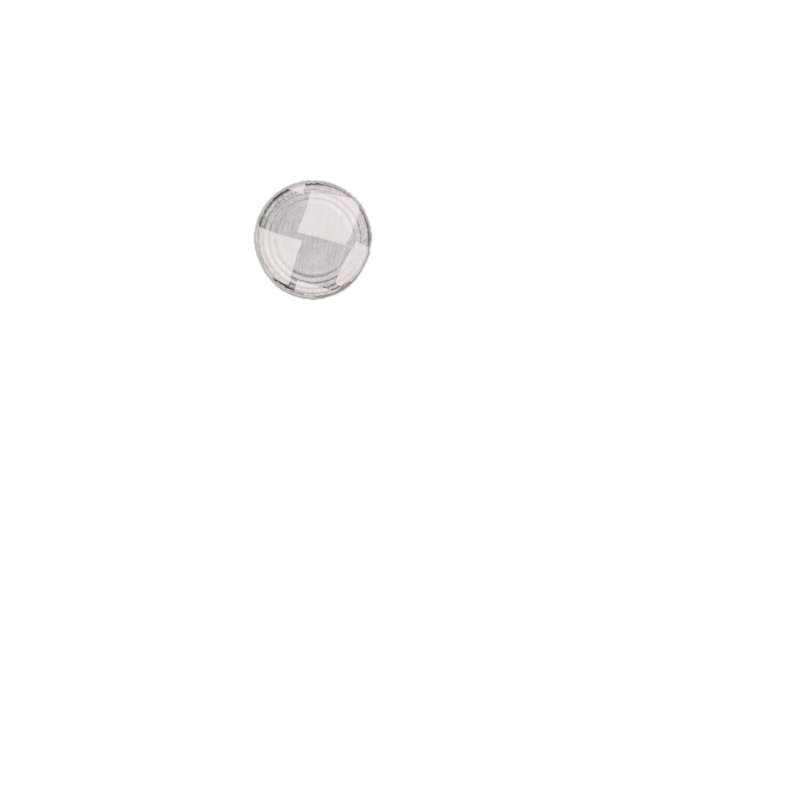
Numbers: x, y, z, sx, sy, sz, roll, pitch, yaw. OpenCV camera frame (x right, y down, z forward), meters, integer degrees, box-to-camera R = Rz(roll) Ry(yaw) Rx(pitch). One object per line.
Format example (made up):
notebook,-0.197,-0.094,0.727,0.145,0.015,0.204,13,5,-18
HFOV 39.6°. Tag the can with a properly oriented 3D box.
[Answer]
can,-0.065,-0.119,0.837,0.086,0.088,0.033,0,-8,-1
